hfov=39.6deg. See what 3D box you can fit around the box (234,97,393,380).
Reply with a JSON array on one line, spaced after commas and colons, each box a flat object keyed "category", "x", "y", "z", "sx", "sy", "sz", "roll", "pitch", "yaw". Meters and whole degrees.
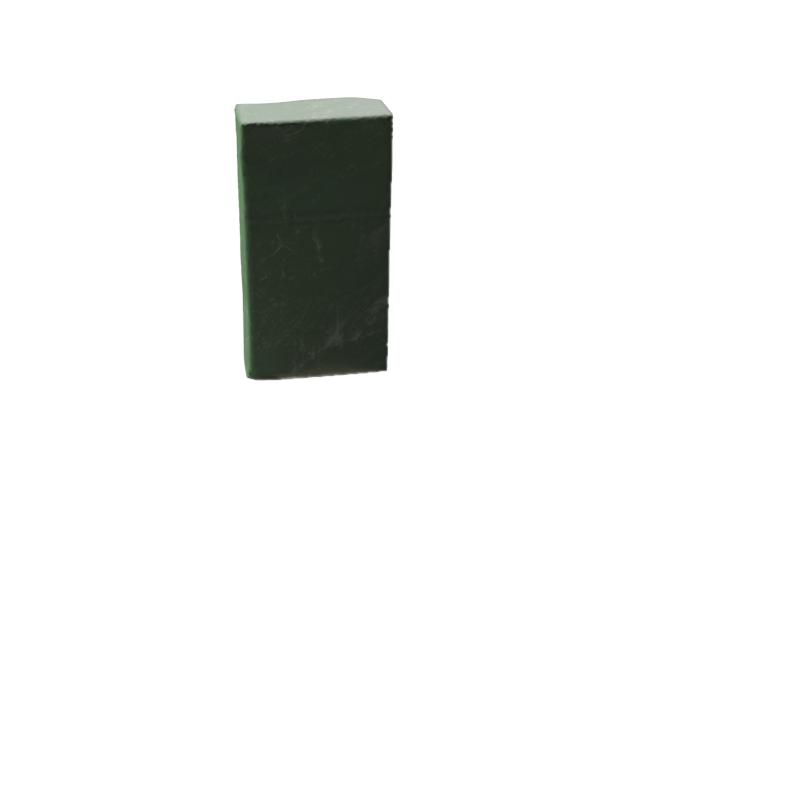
[{"category": "box", "x": -0.054, "y": -0.099, "z": 0.695, "sx": 0.092, "sy": 0.167, "sz": 0.051, "roll": -3, "pitch": 24, "yaw": -10}]
